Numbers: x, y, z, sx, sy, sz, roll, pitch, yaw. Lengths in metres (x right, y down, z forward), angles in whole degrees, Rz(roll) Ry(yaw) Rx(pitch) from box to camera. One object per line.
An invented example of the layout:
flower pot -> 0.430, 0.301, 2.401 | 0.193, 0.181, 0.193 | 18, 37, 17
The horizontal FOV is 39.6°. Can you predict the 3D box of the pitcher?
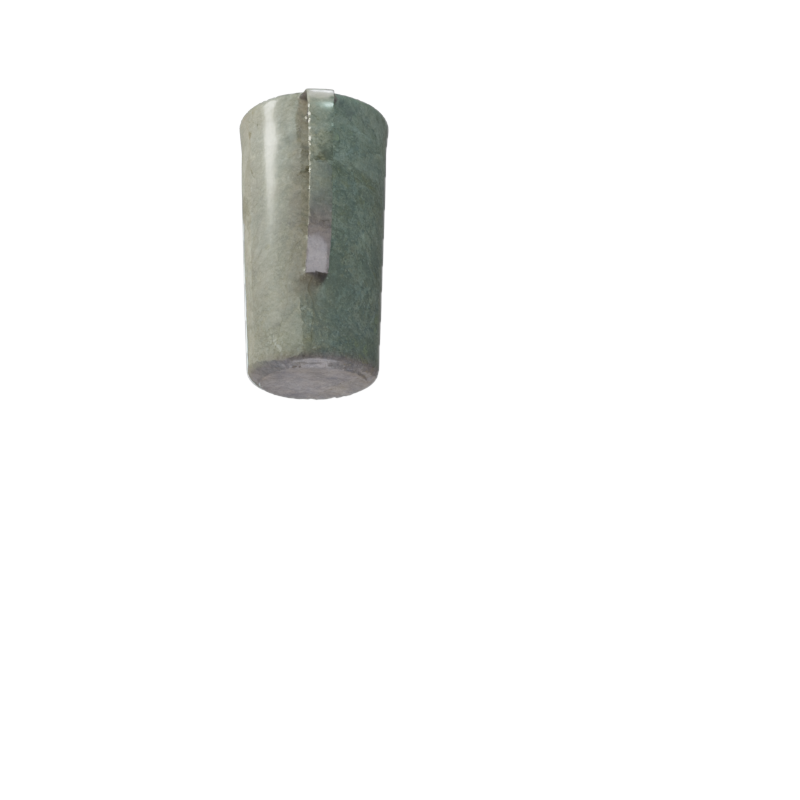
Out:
pitcher -> -0.073, -0.133, 0.935 | 0.147, 0.256, 0.140 | -18, -27, 35
